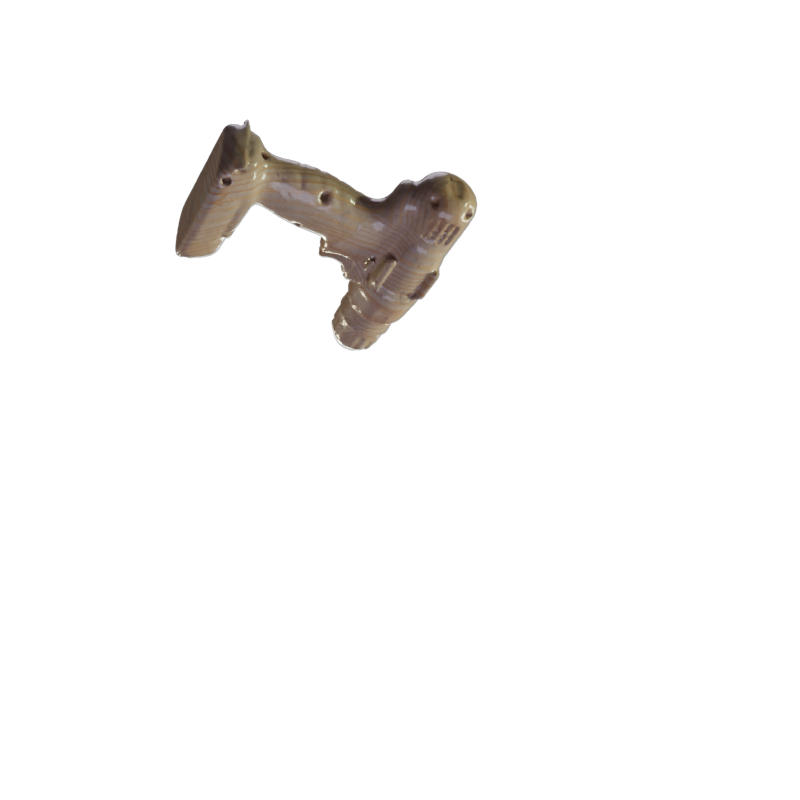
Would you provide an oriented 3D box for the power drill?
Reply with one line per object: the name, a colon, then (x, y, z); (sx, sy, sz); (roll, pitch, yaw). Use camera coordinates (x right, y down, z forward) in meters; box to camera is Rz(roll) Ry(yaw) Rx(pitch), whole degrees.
power drill: (-0.063, -0.115, 0.803); (0.181, 0.062, 0.178); (17, -43, -19)
